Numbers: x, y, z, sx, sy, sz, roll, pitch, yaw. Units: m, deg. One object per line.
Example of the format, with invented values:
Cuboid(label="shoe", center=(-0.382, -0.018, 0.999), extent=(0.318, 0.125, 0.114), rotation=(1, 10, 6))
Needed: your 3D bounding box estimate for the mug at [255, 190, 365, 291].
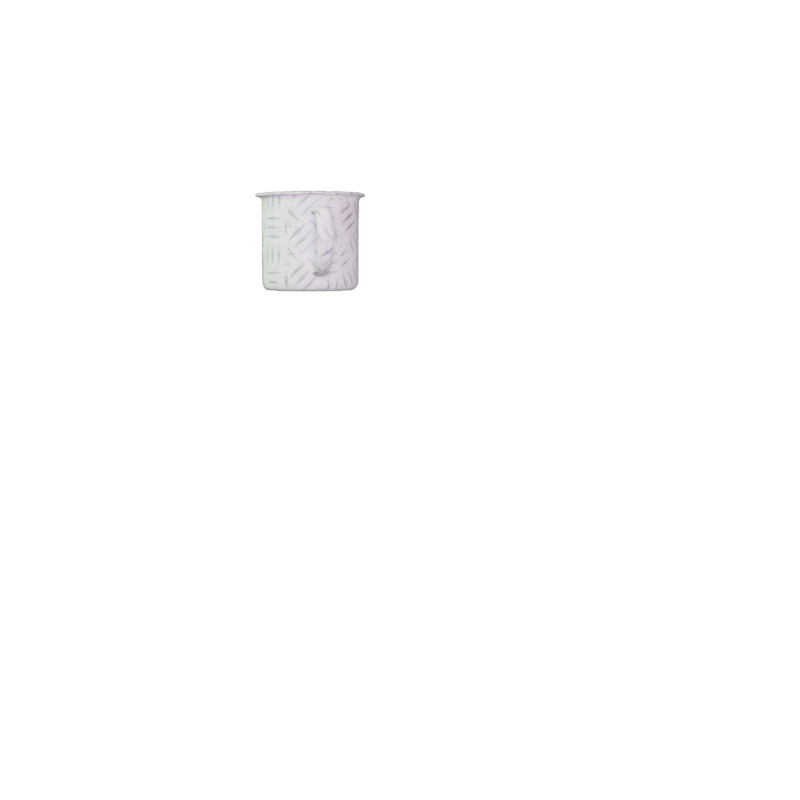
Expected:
Cuboid(label="mug", center=(-0.072, -0.132, 0.924), extent=(0.091, 0.081, 0.120), rotation=(-1, 5, -16))
